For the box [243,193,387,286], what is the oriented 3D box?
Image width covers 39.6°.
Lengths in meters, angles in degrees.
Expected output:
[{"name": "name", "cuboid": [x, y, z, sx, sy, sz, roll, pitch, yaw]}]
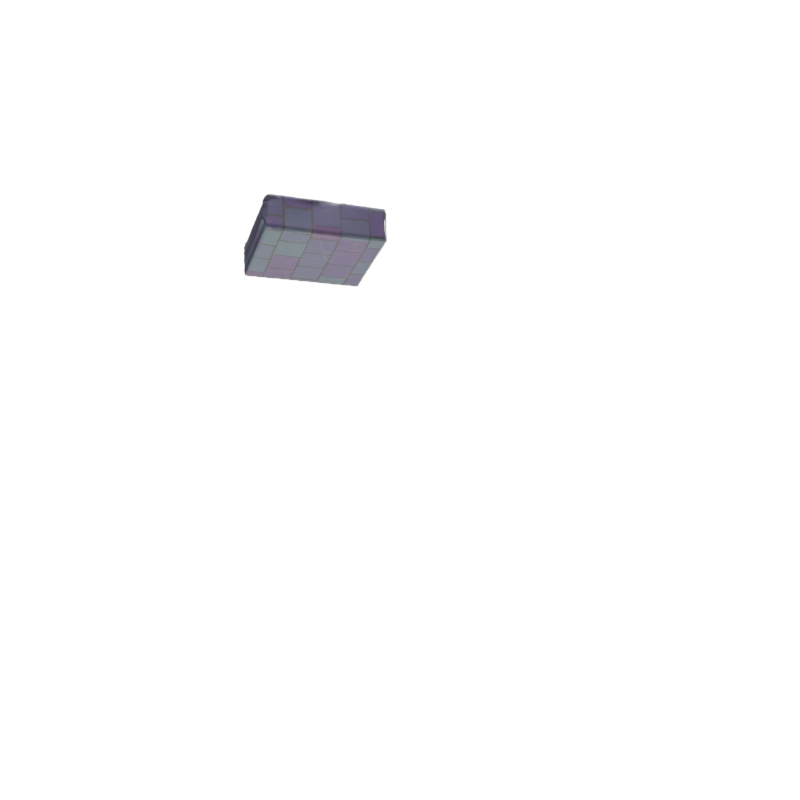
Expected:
[{"name": "box", "cuboid": [-0.062, -0.113, 0.793, 0.087, 0.032, 0.071, 6, -24, -14]}]
